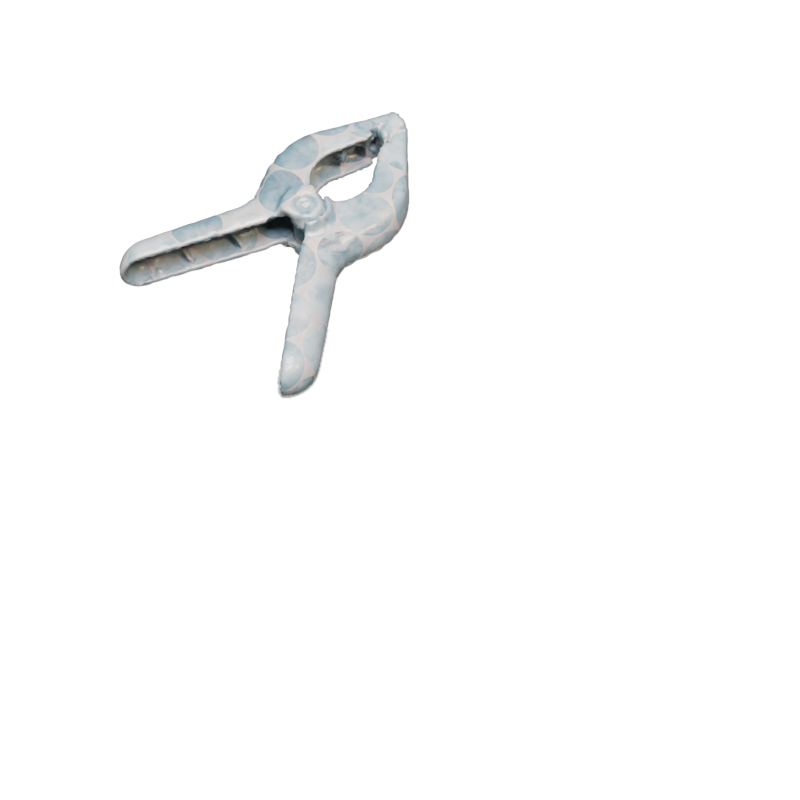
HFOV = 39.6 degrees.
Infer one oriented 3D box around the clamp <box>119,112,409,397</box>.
[{"bbox_3d":[-0.045,-0.082,0.571,0.173,0.126,0.037,-40,-20,-19],"label":"clamp"}]
